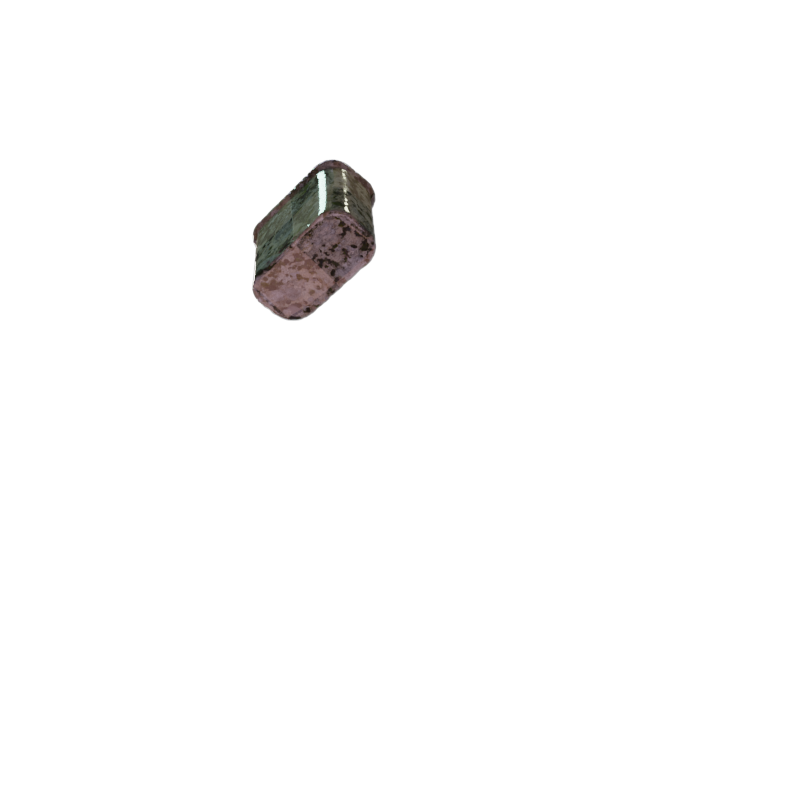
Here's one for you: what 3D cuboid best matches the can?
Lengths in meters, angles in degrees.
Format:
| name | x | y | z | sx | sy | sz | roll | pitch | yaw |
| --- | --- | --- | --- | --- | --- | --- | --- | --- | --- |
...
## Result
| name | x | y | z | sx | sy | sz | roll | pitch | yaw |
| --- | --- | --- | --- | --- | --- | --- | --- | --- | --- |
| can | -0.064 | -0.118 | 0.825 | 0.055 | 0.101 | 0.089 | 39 | 22 | -24 |
